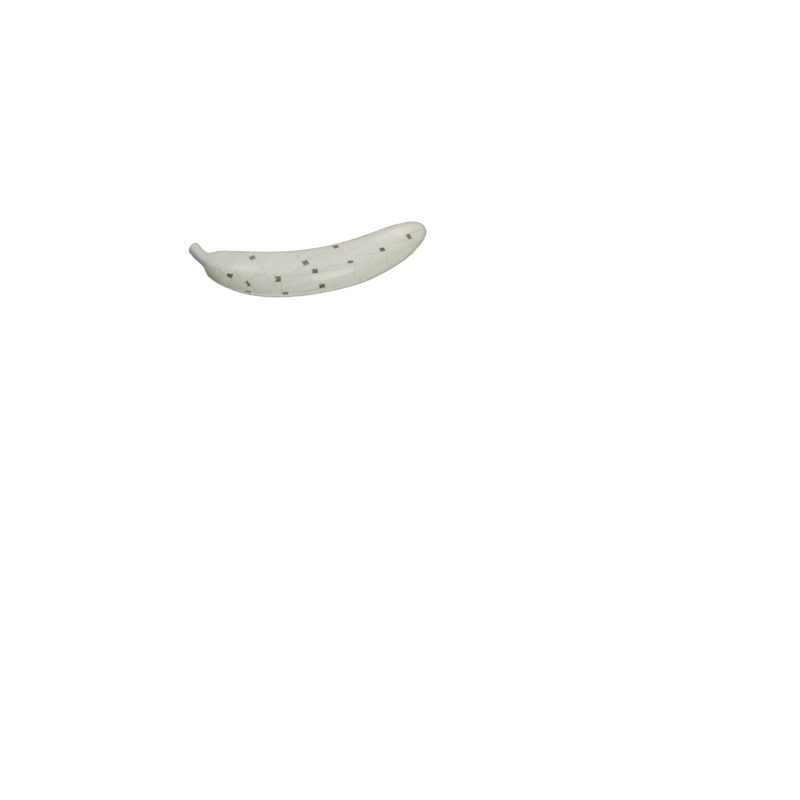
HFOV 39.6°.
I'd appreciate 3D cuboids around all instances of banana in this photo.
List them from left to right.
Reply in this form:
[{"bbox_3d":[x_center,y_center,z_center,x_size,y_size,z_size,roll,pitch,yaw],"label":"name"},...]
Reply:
[{"bbox_3d":[-0.072,-0.114,0.898,0.197,0.075,0.034,-5,-39,-4],"label":"banana"}]
